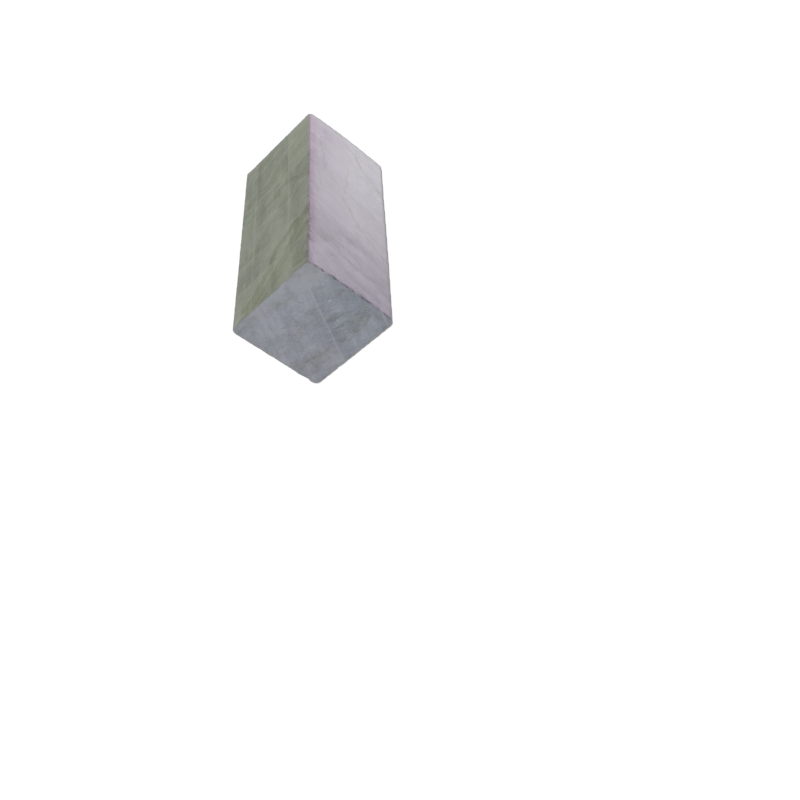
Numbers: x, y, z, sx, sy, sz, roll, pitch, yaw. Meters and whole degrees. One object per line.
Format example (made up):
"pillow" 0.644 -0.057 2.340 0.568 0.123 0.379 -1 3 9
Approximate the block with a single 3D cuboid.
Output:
"block" -0.071 -0.130 0.910 0.085 0.221 0.089 34 -58 -29
